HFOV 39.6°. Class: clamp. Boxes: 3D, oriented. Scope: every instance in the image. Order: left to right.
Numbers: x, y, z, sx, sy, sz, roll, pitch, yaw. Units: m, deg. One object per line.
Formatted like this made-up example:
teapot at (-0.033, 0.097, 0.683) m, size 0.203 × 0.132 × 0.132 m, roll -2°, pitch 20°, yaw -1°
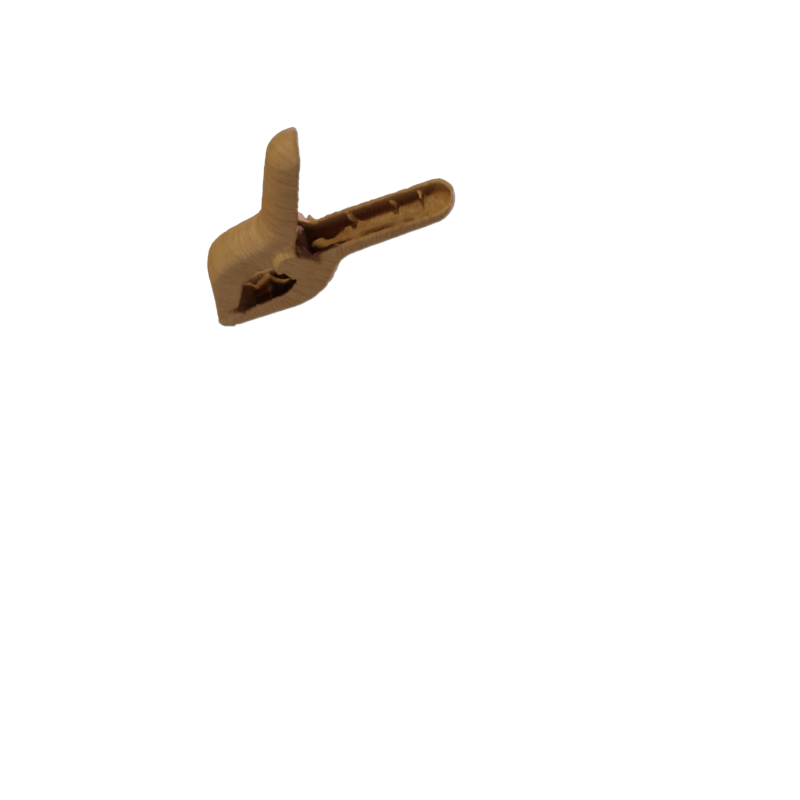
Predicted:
clamp at (-0.051, -0.093, 0.654) m, size 0.115 × 0.042 × 0.167 m, roll 14°, pitch -32°, yaw -25°
